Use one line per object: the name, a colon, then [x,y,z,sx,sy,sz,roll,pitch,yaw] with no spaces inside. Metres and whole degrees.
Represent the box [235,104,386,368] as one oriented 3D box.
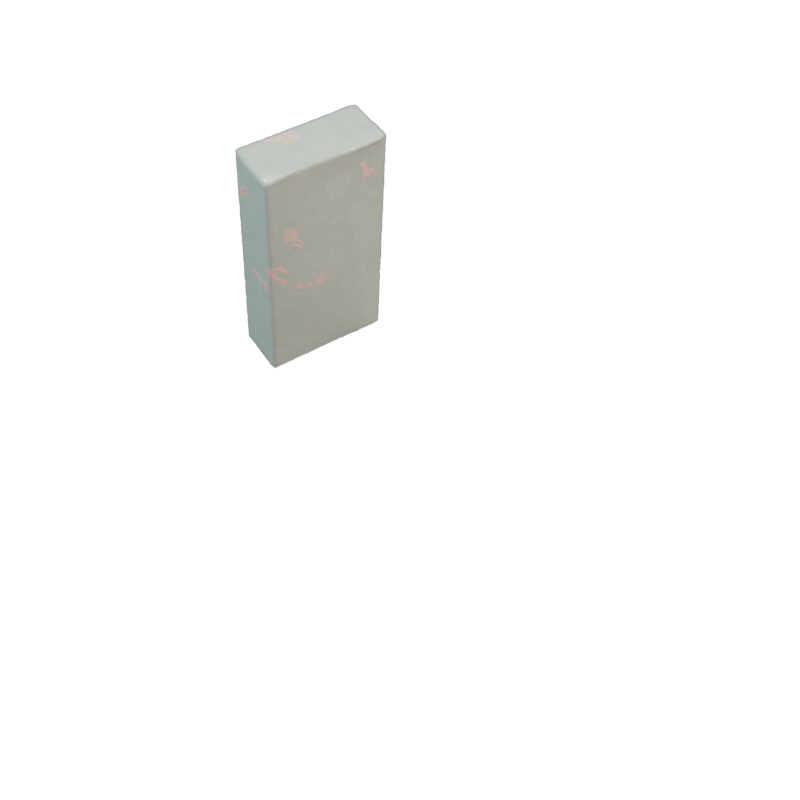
box: [-0.059,-0.108,0.757,0.093,0.052,0.164,-26,-33,-23]
